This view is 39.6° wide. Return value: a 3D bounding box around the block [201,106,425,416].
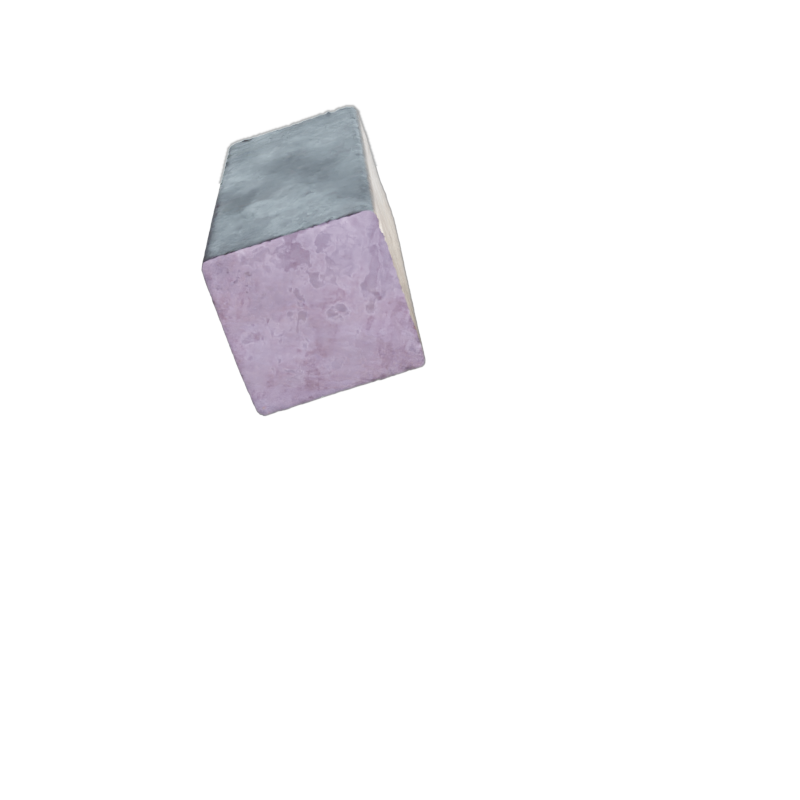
[{"bbox_3d":[-0.050,-0.091,0.632,0.091,0.085,0.218,-17,26,5],"label":"block"}]
